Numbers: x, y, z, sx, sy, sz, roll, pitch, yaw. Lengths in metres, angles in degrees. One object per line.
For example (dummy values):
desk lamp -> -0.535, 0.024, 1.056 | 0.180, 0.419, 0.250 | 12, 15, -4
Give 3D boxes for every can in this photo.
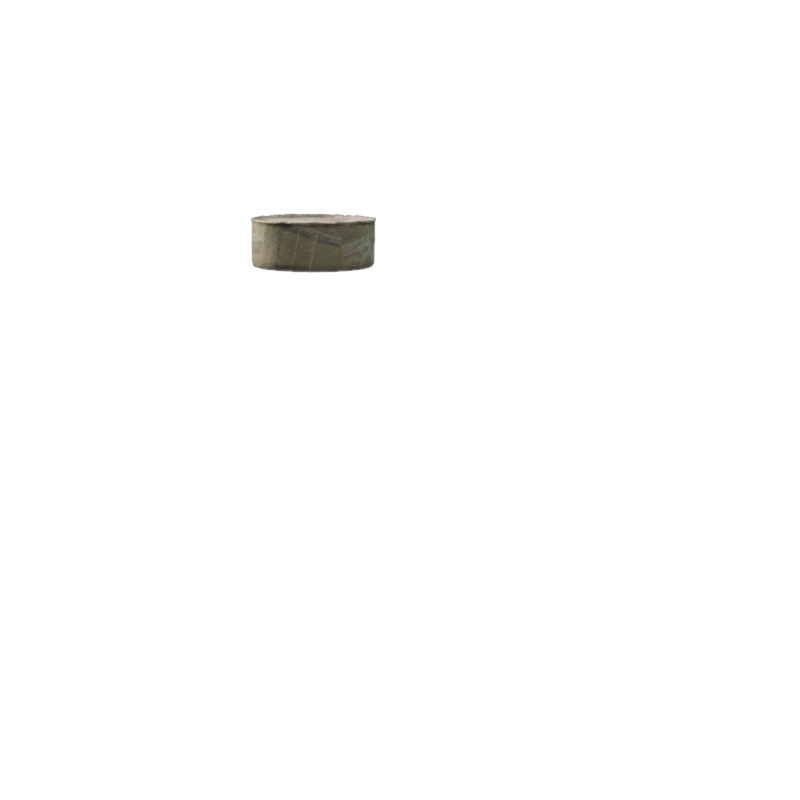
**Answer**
can -> -0.059, -0.108, 0.758 | 0.086, 0.033, 0.088 | 0, 12, -2
